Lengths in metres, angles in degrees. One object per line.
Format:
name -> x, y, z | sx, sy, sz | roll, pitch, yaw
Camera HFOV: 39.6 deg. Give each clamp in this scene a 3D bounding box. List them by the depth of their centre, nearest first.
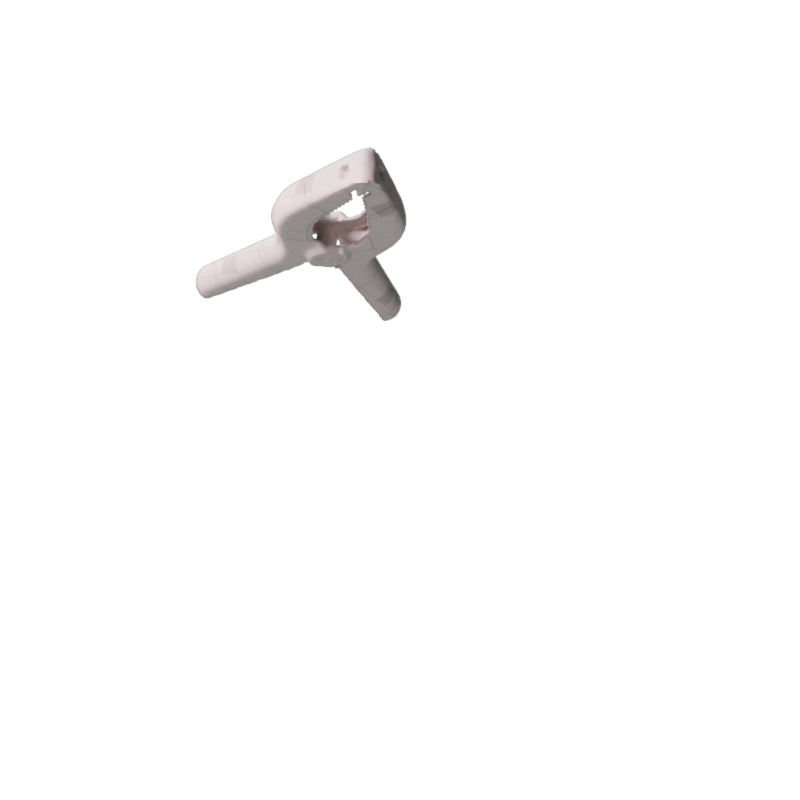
clamp -> -0.063, -0.115, 0.803 | 0.163, 0.038, 0.201 | 4, -23, -9
